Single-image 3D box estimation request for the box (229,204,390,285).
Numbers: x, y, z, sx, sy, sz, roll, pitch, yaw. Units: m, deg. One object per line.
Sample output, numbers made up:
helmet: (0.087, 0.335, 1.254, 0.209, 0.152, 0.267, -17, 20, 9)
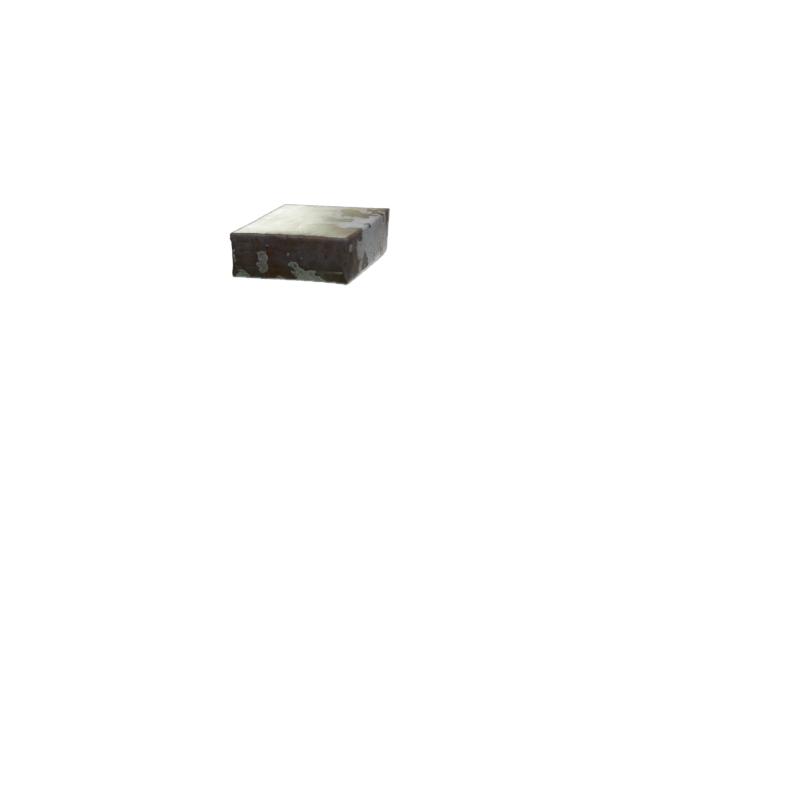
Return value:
box: (-0.065, -0.119, 0.831, 0.092, 0.038, 0.115, 6, 19, 16)
